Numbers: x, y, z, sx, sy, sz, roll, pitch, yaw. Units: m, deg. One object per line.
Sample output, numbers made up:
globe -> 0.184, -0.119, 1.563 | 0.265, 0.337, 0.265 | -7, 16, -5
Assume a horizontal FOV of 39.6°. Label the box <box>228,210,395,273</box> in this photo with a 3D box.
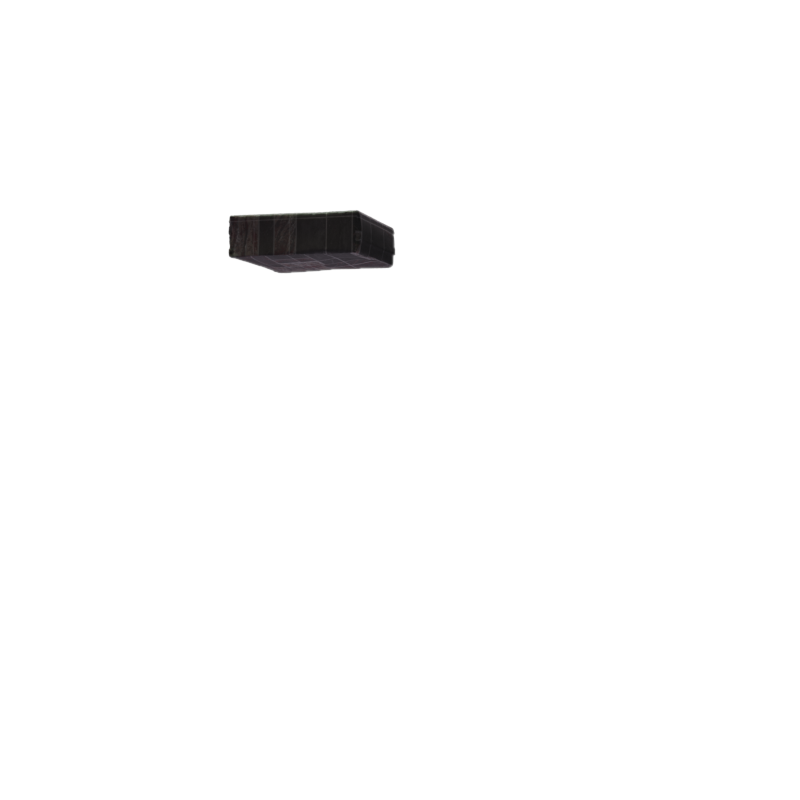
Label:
box -> -0.071, -0.129, 0.901 | 0.116, 0.040, 0.086 | -1, -3, 20
